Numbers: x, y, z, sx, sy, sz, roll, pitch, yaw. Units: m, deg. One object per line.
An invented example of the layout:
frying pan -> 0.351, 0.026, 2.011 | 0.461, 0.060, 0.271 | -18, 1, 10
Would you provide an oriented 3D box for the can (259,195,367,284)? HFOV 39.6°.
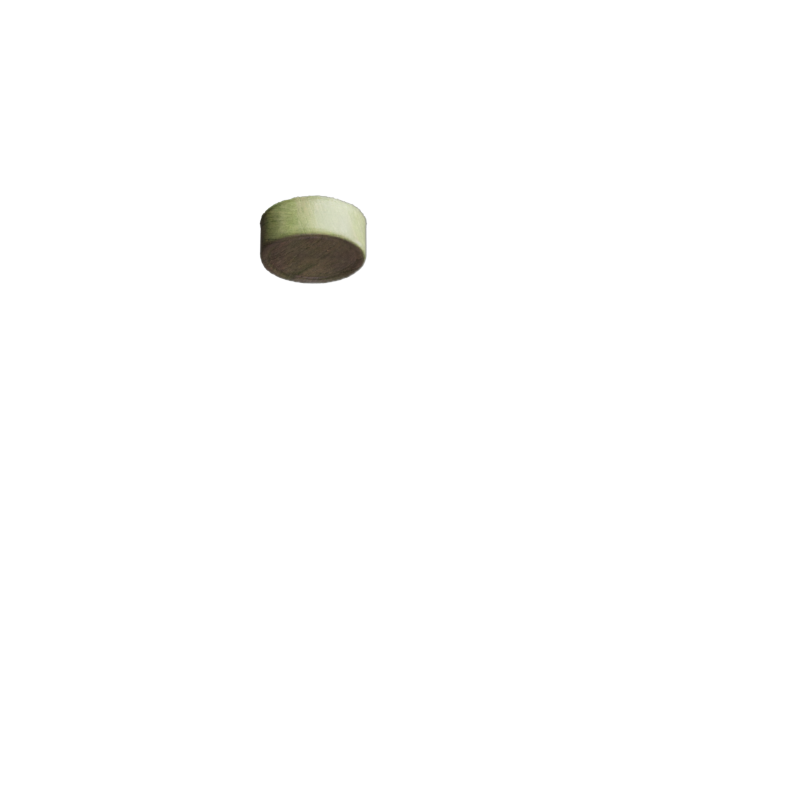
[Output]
can -> -0.069, -0.126, 0.879 | 0.086, 0.036, 0.081 | 1, -24, -2
